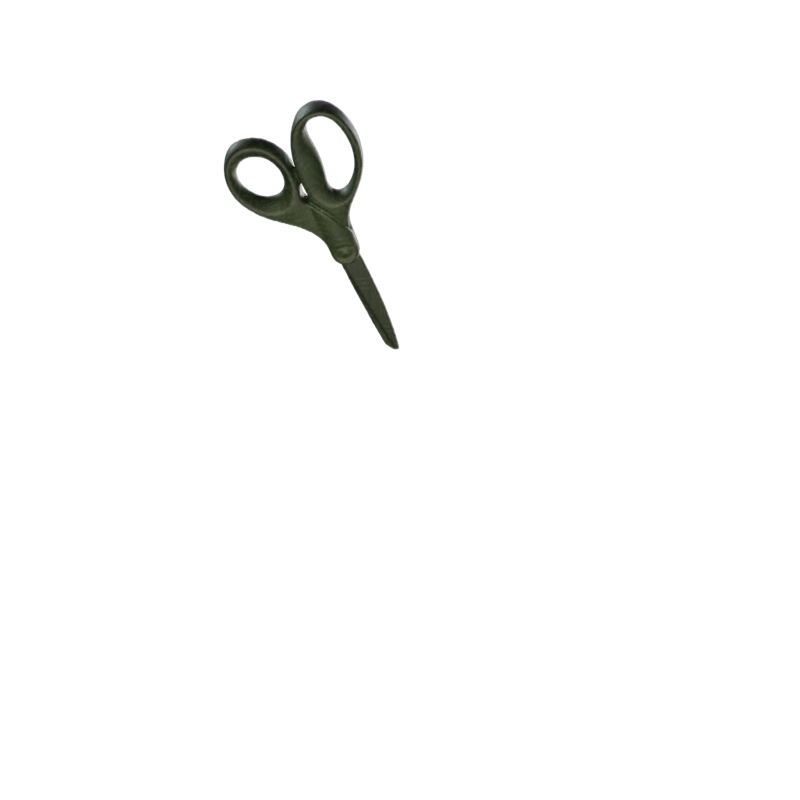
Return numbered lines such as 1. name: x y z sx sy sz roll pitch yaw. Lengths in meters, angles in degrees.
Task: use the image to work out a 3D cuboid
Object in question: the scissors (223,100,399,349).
1. scissors: -0.057 -0.103 0.723 0.096 0.187 0.017 -4 39 3
